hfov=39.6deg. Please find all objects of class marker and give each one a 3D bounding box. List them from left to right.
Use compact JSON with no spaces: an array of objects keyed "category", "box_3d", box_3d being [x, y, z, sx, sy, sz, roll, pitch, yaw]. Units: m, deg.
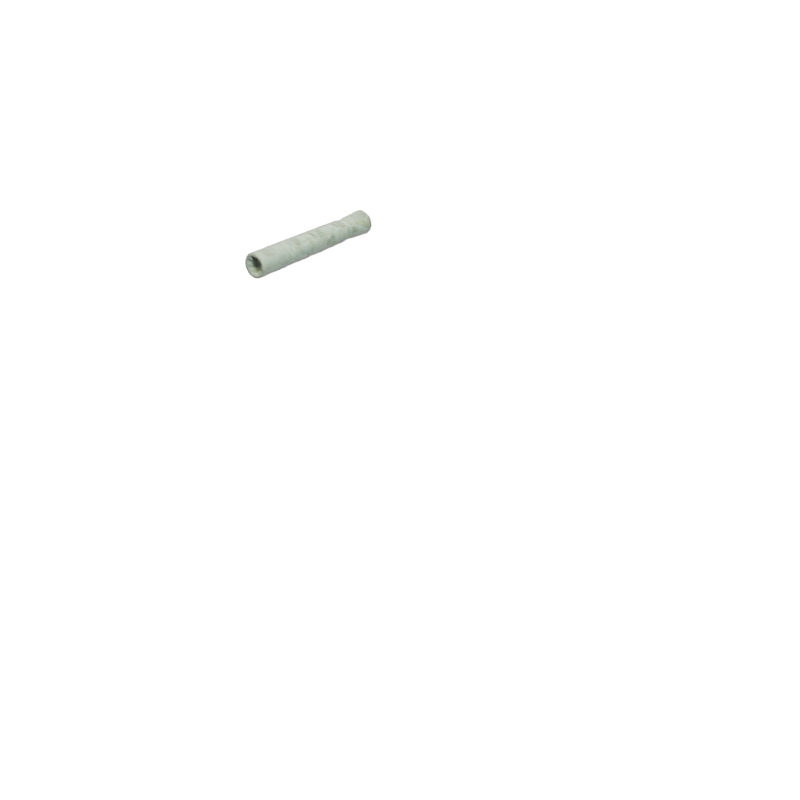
[{"category":"marker","box_3d":[-0.063,-0.115,0.808,0.021,0.019,0.120,3,24,42]}]
